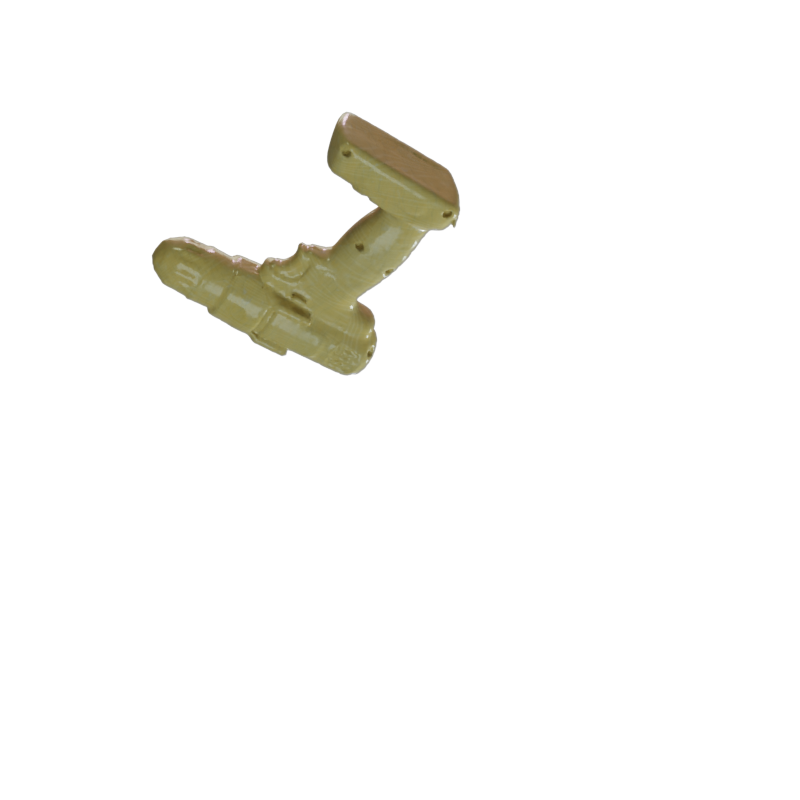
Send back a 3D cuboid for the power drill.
[{"bbox_3d":[-0.062,-0.114,0.797,0.177,0.061,0.183,27,-55,-21],"label":"power drill"}]
